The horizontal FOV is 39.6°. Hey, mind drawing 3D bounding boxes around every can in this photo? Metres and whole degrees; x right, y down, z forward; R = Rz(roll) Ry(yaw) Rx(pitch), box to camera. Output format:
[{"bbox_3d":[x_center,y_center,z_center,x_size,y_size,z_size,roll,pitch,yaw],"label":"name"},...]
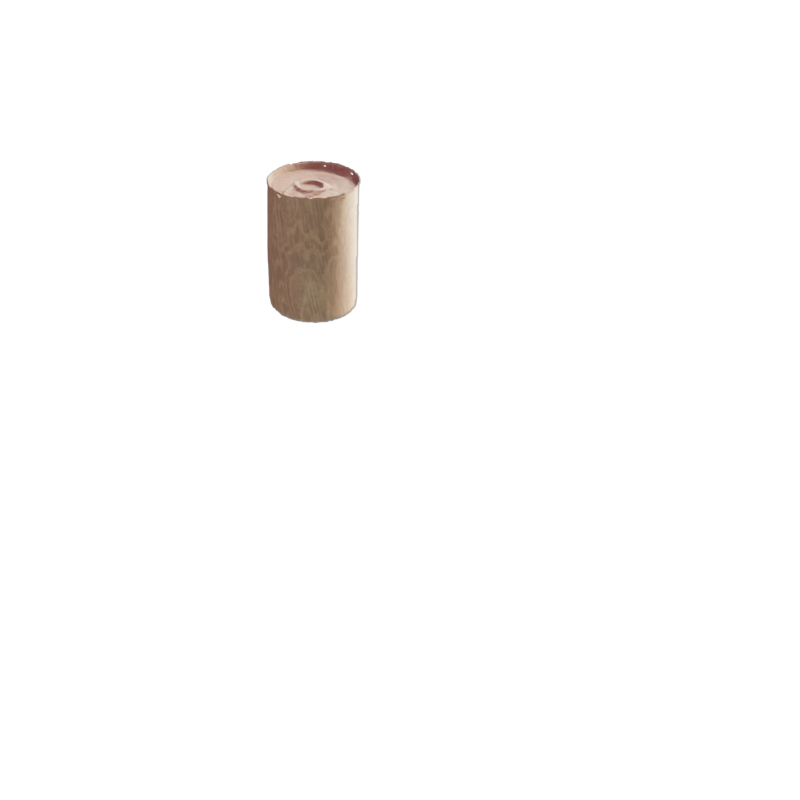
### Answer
[{"bbox_3d":[-0.064,-0.117,0.820,0.068,0.096,0.073,0,30,-2],"label":"can"}]
